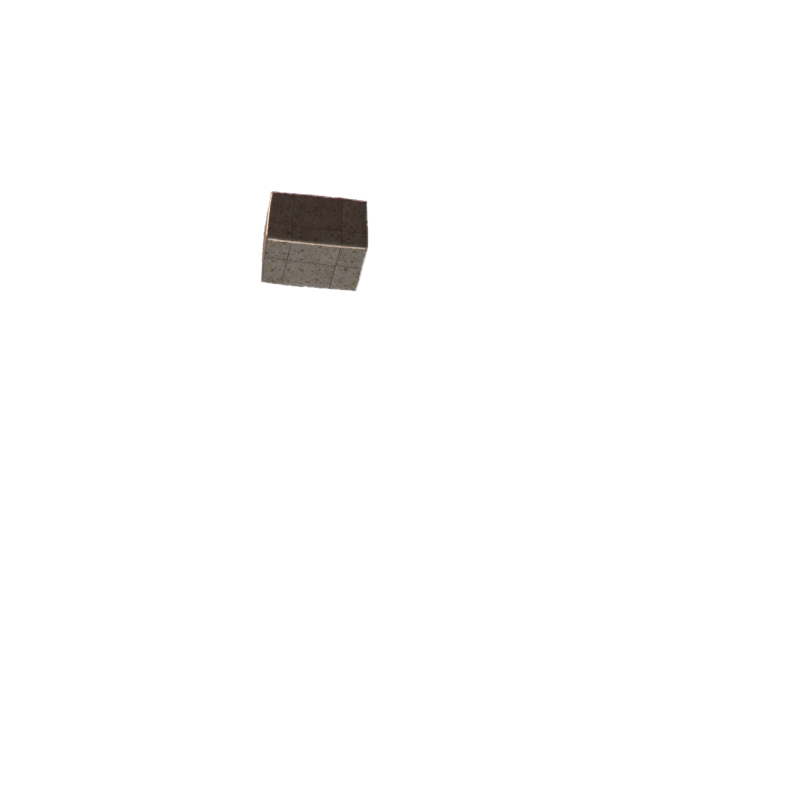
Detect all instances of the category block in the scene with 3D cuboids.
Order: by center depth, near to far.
[{"bbox_3d":[-0.067,-0.122,0.855,0.077,0.055,0.050,5,-40,-8],"label":"block"}]
